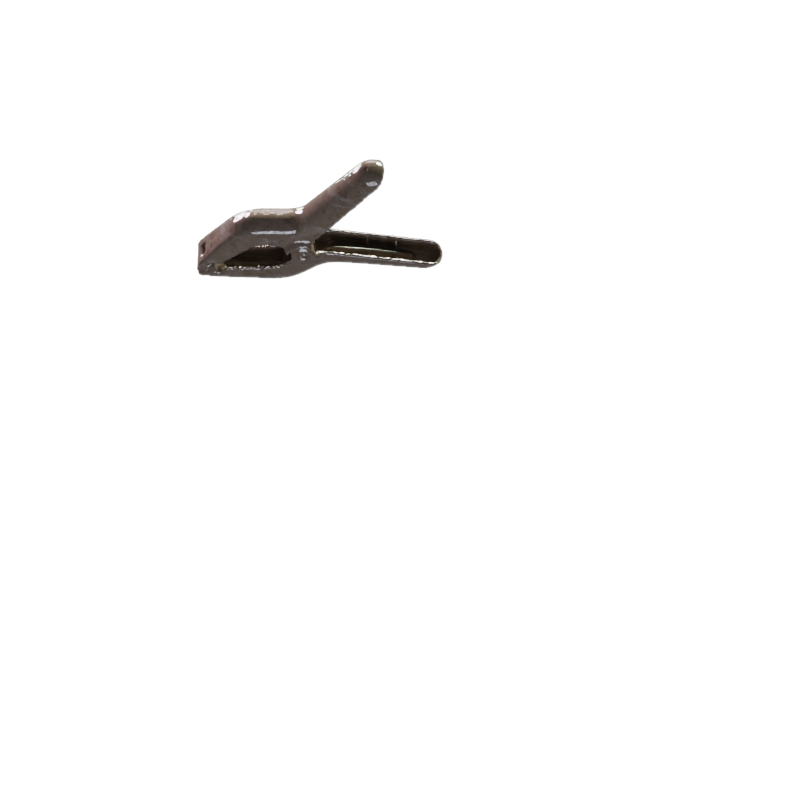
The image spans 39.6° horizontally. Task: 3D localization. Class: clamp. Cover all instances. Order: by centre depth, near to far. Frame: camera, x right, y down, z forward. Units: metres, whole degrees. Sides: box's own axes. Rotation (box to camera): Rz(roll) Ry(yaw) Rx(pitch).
[{"bbox_3d":[-0.075,-0.137,0.957,0.213,0.038,0.153,-12,-26,25],"label":"clamp"}]
